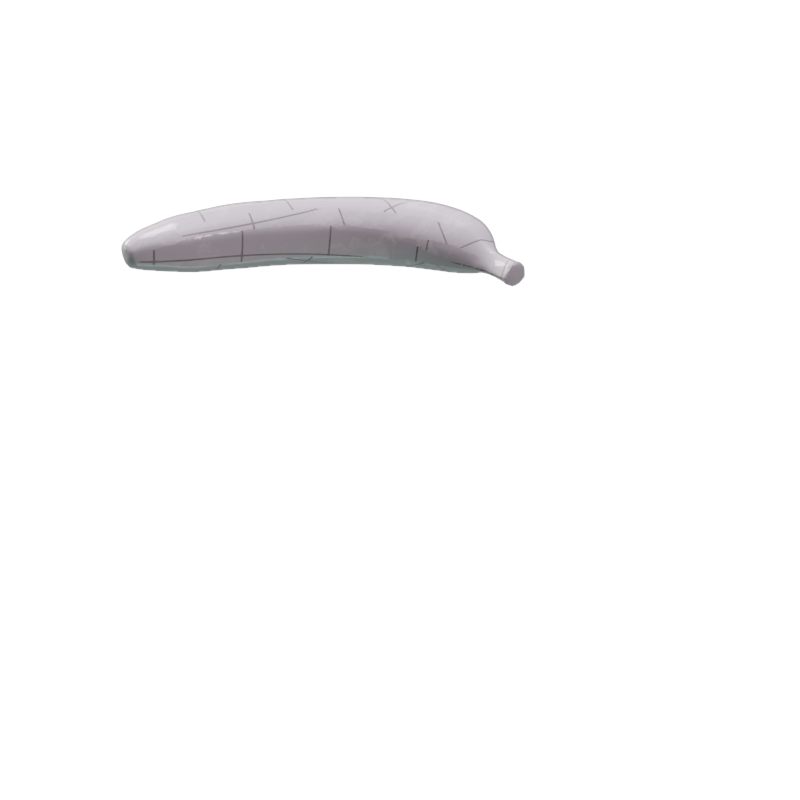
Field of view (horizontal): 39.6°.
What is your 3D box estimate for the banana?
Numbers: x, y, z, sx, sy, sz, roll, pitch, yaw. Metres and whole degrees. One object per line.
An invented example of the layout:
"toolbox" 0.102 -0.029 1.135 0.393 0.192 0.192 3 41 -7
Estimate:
"banana" -0.039 -0.084 0.568 0.199 0.036 0.071 1 16 4
